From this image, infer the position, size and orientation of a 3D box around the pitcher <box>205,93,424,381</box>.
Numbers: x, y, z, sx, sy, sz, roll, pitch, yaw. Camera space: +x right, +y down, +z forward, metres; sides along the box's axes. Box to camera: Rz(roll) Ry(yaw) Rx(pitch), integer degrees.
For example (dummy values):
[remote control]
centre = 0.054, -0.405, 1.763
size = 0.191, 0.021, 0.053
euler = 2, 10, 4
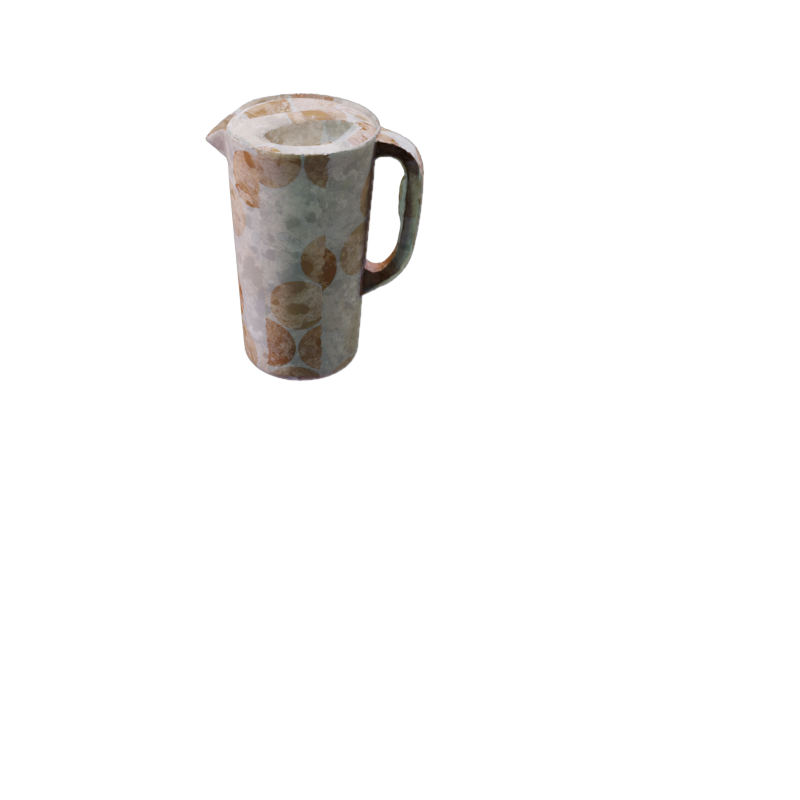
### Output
[pitcher]
centre = -0.077, -0.141, 0.990
size = 0.143, 0.228, 0.160
euler = -22, 39, -33
